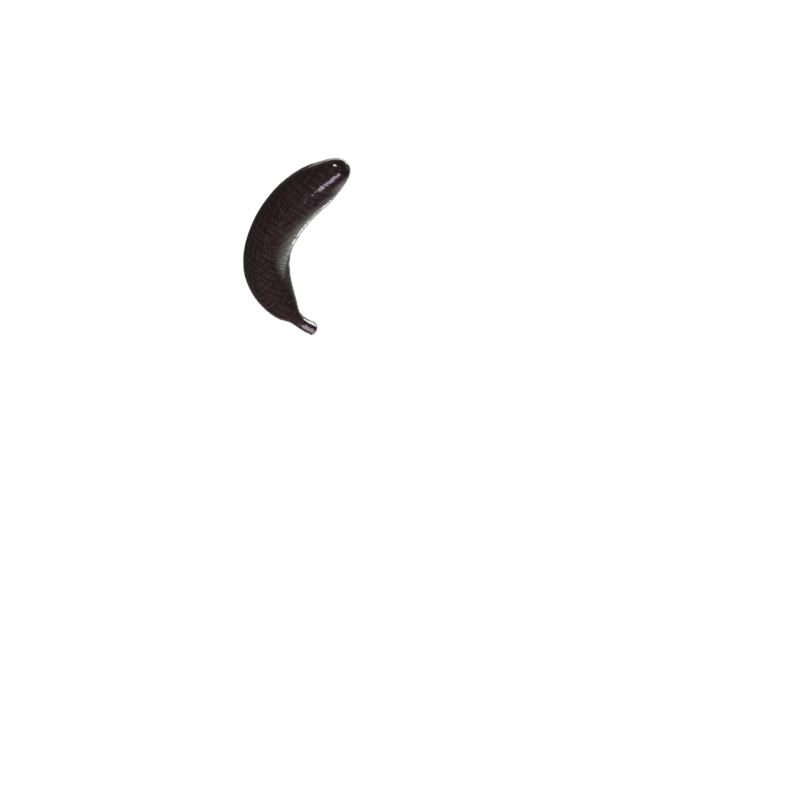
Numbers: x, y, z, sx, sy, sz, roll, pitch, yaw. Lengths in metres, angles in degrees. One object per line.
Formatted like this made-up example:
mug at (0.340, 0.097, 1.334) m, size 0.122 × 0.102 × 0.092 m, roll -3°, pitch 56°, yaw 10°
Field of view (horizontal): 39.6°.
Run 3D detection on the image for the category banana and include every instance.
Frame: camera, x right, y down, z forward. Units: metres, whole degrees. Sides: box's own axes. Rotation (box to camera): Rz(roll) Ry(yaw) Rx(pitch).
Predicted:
banana at (-0.087, -0.123, 0.870) m, size 0.069 × 0.039 × 0.186 m, roll 6°, pitch -36°, yaw -9°
